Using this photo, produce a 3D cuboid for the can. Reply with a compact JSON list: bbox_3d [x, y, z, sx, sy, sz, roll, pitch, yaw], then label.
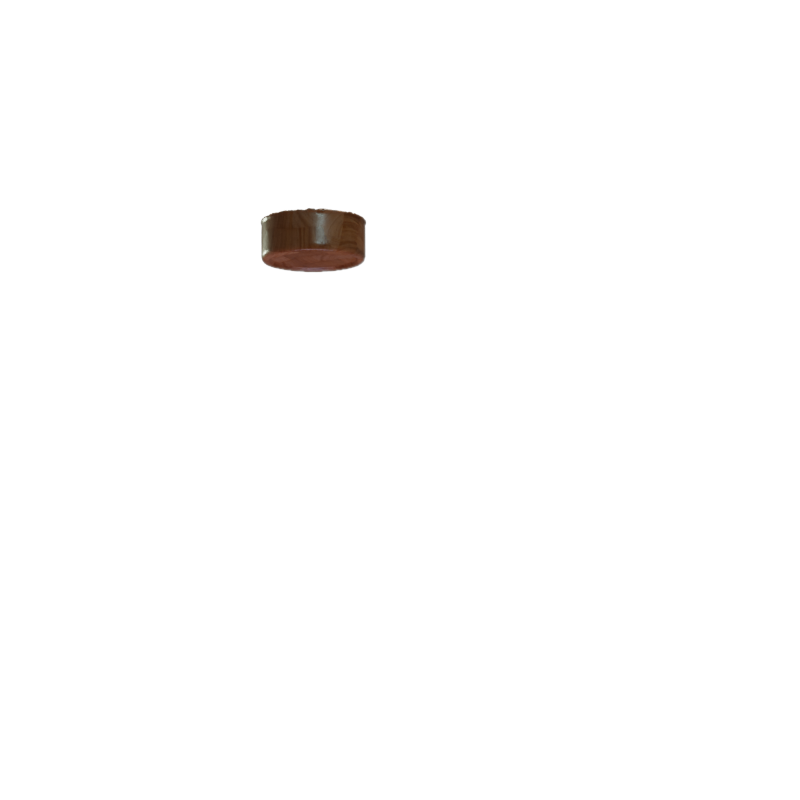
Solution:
[{"bbox_3d":[-0.070,-0.128,0.899,0.086,0.034,0.084,0,-7,-2],"label":"can"}]
